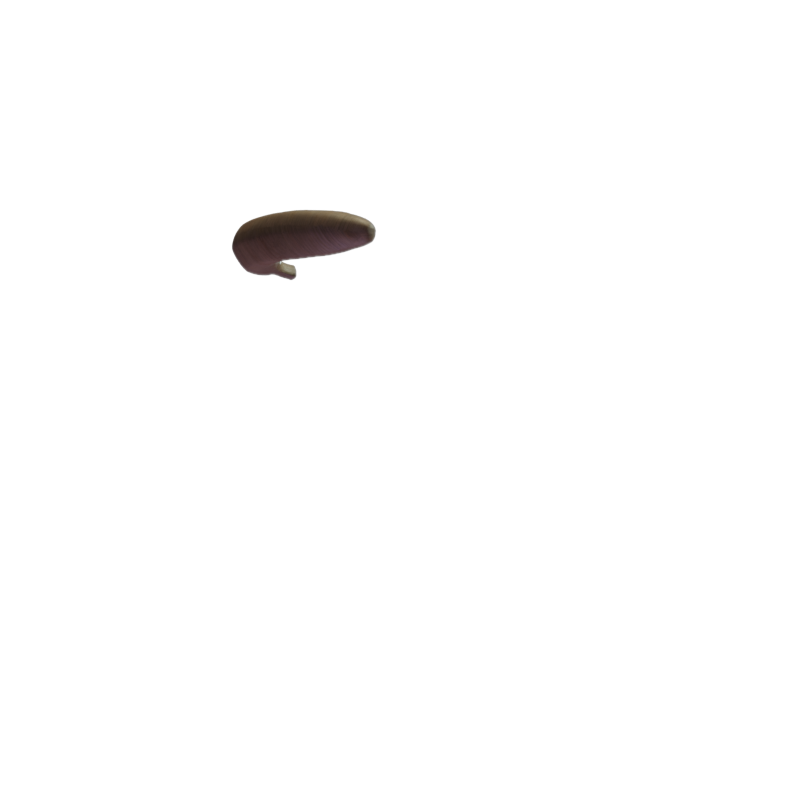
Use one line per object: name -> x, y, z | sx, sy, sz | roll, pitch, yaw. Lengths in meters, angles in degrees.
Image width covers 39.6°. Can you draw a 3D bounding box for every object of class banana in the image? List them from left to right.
banana -> -0.083, -0.117, 0.818 | 0.068, 0.037, 0.201 | 1, 0, -21
